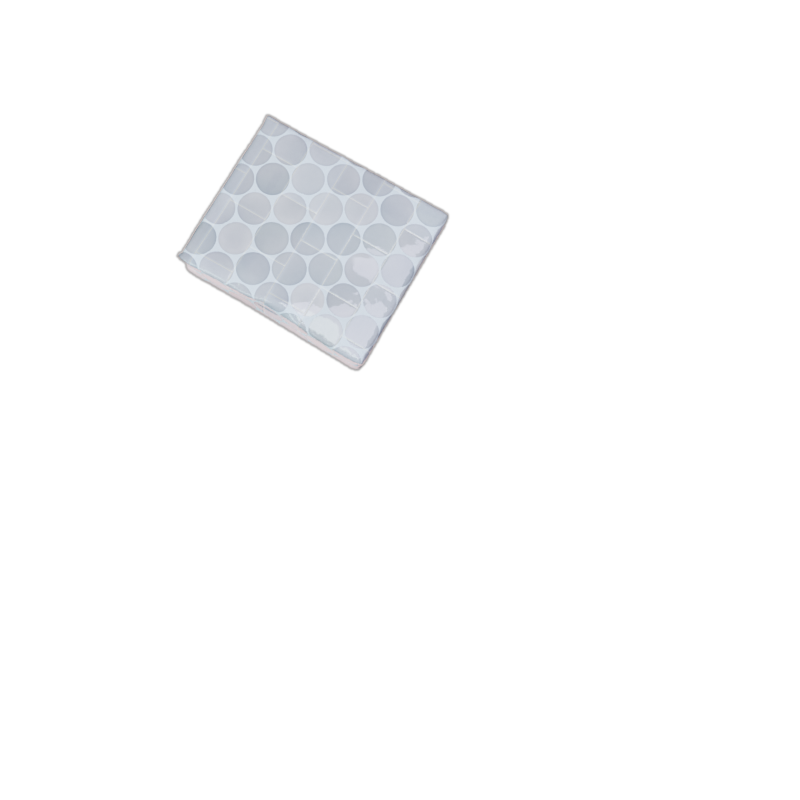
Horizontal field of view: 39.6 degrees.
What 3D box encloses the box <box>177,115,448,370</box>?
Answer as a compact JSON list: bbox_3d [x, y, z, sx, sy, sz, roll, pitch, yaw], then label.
[{"bbox_3d":[-0.037,-0.067,0.466,0.090,0.074,0.029,30,-10,5],"label":"box"}]
